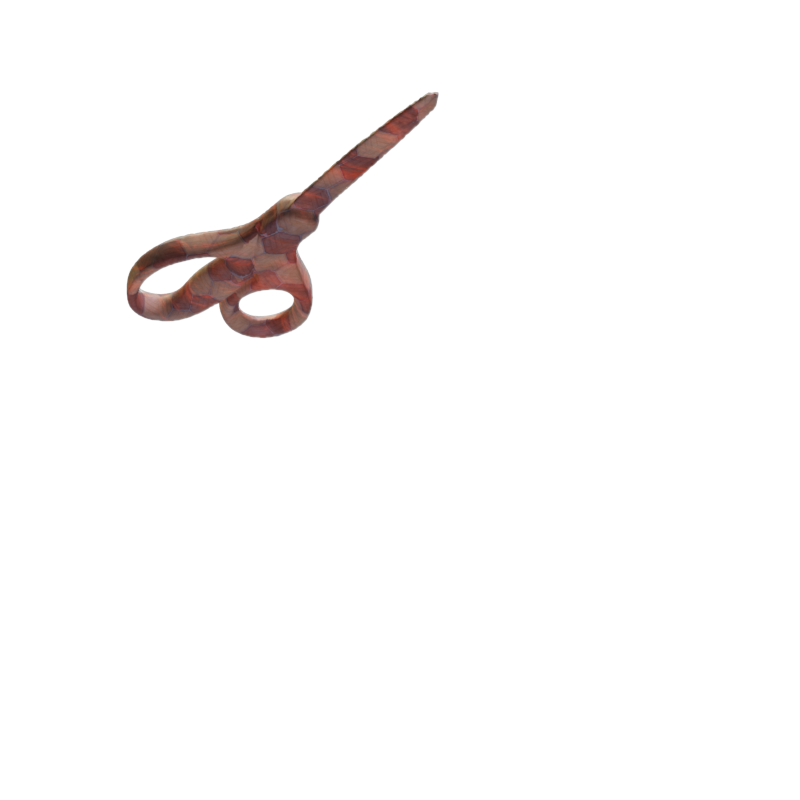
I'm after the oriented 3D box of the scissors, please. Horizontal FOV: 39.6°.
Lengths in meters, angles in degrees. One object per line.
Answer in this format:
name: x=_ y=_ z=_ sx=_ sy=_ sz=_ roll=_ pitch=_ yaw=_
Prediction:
scissors: x=-0.038 y=-0.070 z=0.489 sx=0.203 sy=0.017 sz=0.090 roll=-19 pitch=-32 yaw=34
